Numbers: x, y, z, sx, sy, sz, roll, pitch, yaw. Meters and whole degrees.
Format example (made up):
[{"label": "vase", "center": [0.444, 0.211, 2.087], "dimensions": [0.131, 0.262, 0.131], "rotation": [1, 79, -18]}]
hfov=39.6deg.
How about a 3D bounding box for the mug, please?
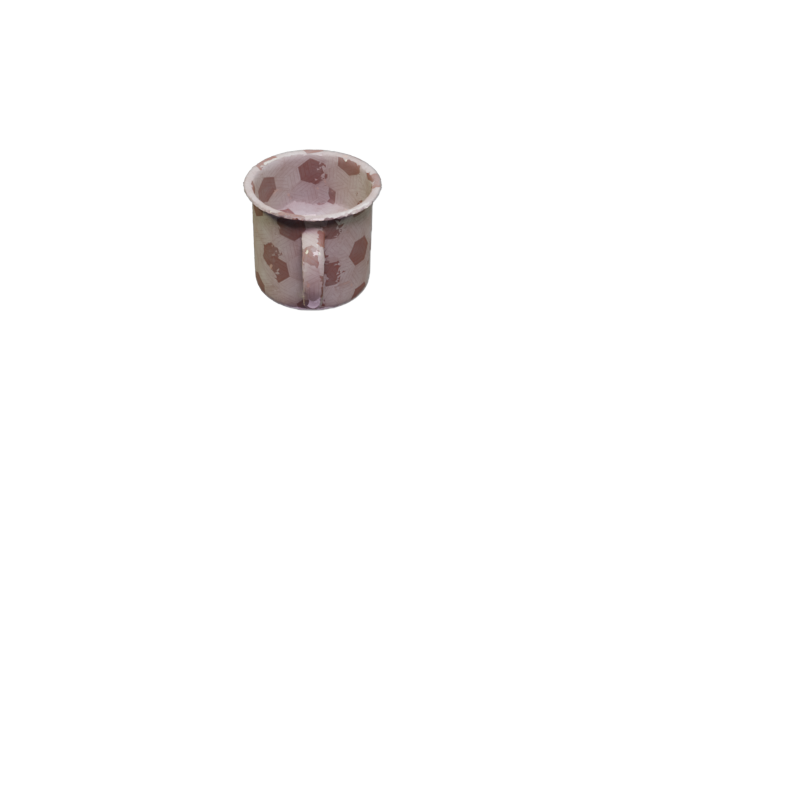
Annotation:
[{"label": "mug", "center": [-0.059, -0.108, 0.757], "dimensions": [0.093, 0.076, 0.126], "rotation": [-2, 38, -5]}]
